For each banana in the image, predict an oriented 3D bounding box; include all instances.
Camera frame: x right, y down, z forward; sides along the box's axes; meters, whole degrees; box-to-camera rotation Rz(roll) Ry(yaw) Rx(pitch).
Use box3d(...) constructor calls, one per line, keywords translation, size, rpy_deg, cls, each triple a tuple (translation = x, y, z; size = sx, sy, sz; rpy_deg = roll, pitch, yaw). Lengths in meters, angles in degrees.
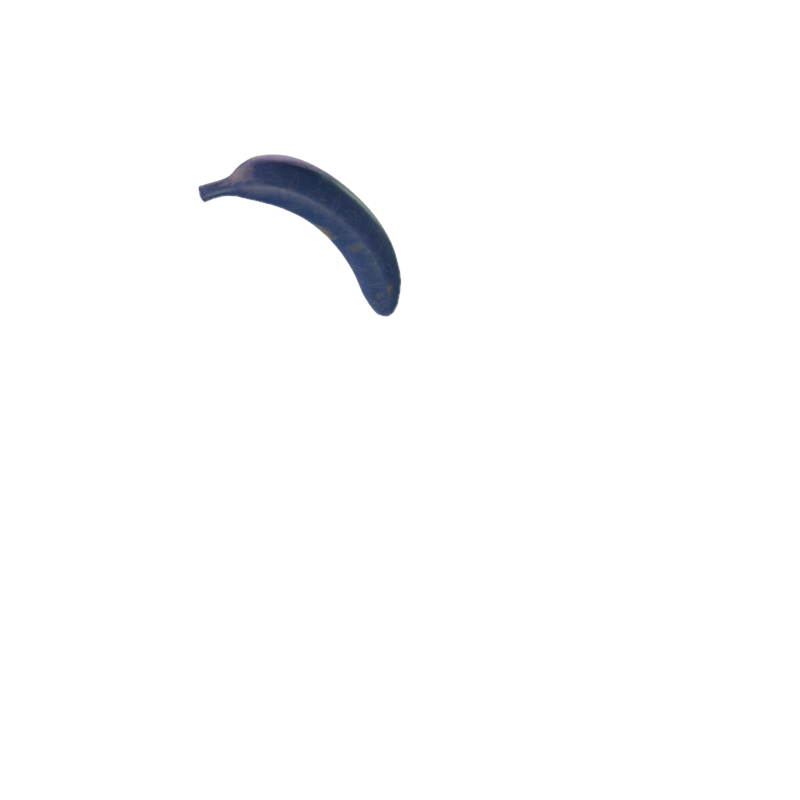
box3d(translation=(-0.055, -0.129, 0.826), size=(0.186, 0.039, 0.069), rpy_deg=(33, -52, -31), cls="banana")
